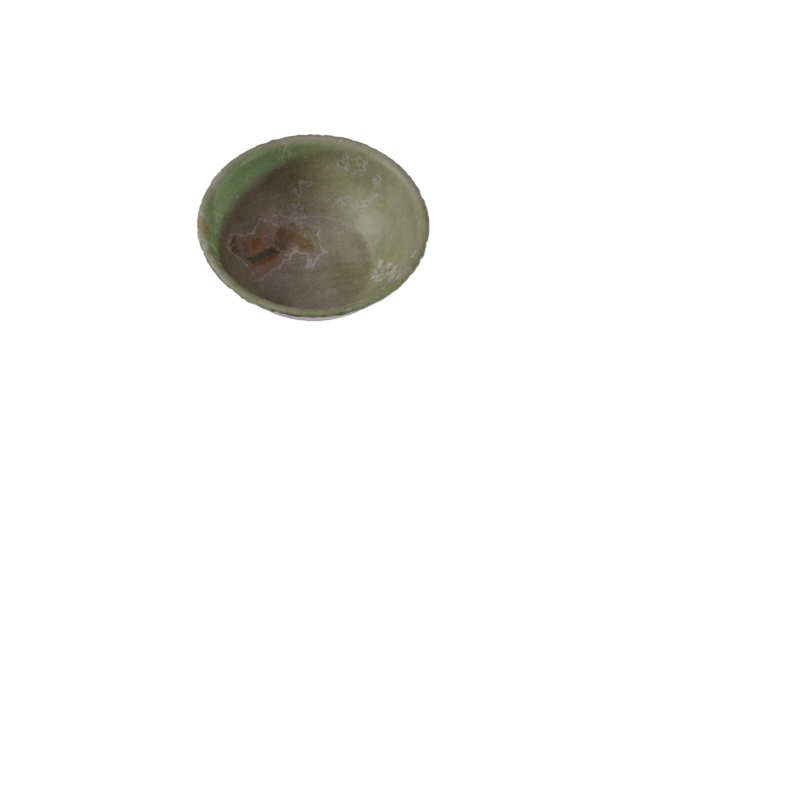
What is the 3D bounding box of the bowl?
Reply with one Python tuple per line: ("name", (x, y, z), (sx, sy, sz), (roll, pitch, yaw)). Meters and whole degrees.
("bowl", (-0.062, -0.113, 0.792), (0.162, 0.173, 0.051), (-1, -34, -1))
